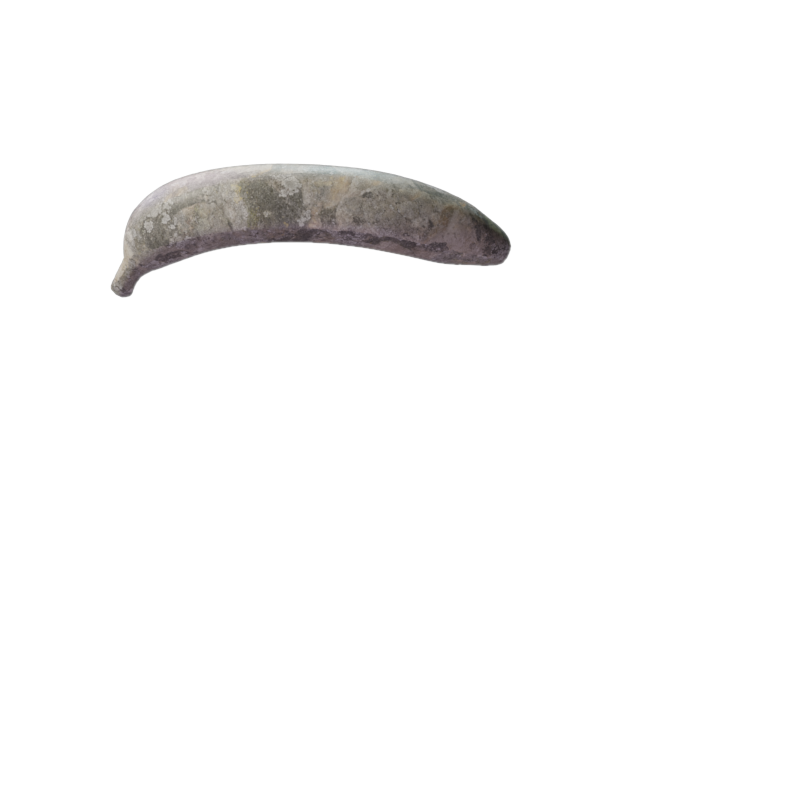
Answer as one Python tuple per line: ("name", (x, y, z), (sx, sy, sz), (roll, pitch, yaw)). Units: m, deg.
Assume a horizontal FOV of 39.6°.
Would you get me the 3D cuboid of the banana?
("banana", (-0.047, -0.084, 0.525), (0.199, 0.039, 0.065), (-3, -26, 5))
